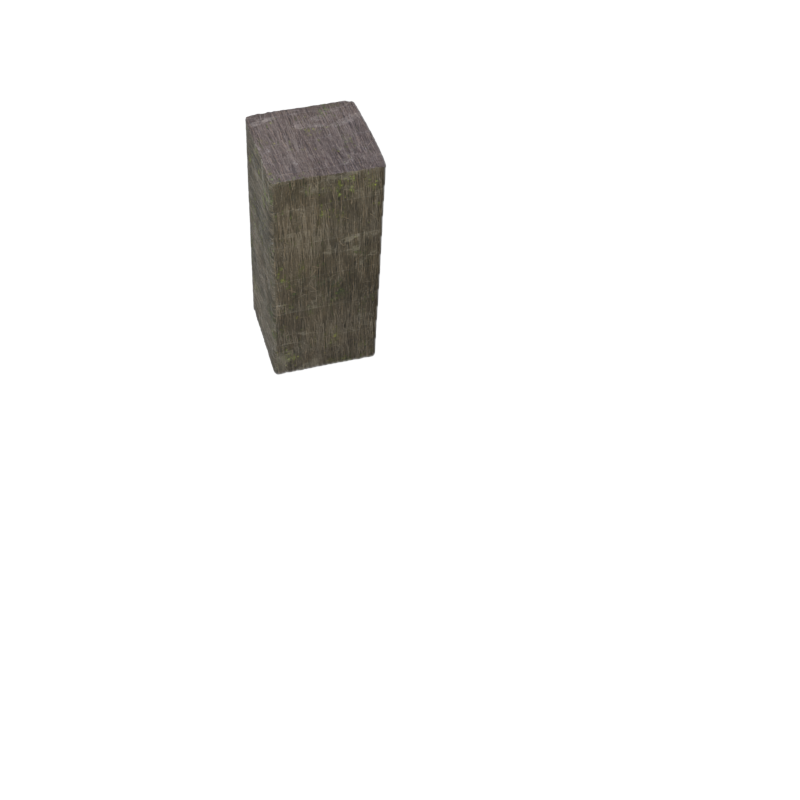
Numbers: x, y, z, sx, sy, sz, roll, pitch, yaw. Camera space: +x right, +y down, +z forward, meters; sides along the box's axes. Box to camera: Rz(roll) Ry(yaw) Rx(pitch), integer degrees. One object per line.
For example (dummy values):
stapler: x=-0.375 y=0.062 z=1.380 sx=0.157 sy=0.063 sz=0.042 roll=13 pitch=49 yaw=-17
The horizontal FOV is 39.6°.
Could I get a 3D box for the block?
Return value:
block: x=-0.071 y=-0.129 z=0.902 sx=0.090 sy=0.098 sz=0.192 roll=-11 pitch=-42 yaw=-14
